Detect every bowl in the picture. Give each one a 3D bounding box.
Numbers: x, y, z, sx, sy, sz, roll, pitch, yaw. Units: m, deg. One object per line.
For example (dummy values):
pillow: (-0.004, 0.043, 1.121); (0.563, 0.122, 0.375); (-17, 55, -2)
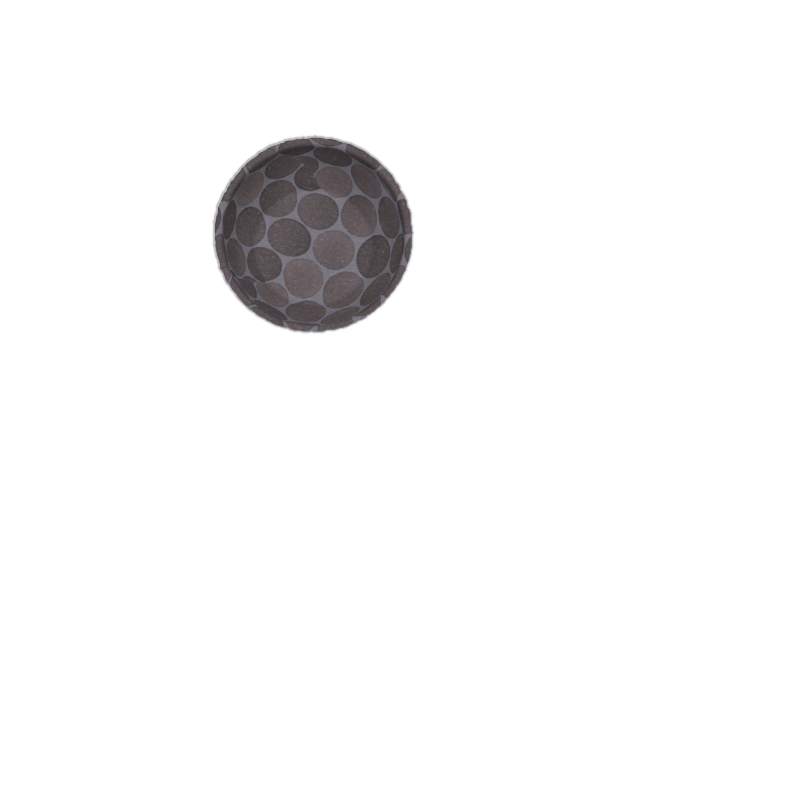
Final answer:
bowl: (-0.069, -0.125, 0.876); (0.162, 0.158, 0.057); (0, 12, -1)
